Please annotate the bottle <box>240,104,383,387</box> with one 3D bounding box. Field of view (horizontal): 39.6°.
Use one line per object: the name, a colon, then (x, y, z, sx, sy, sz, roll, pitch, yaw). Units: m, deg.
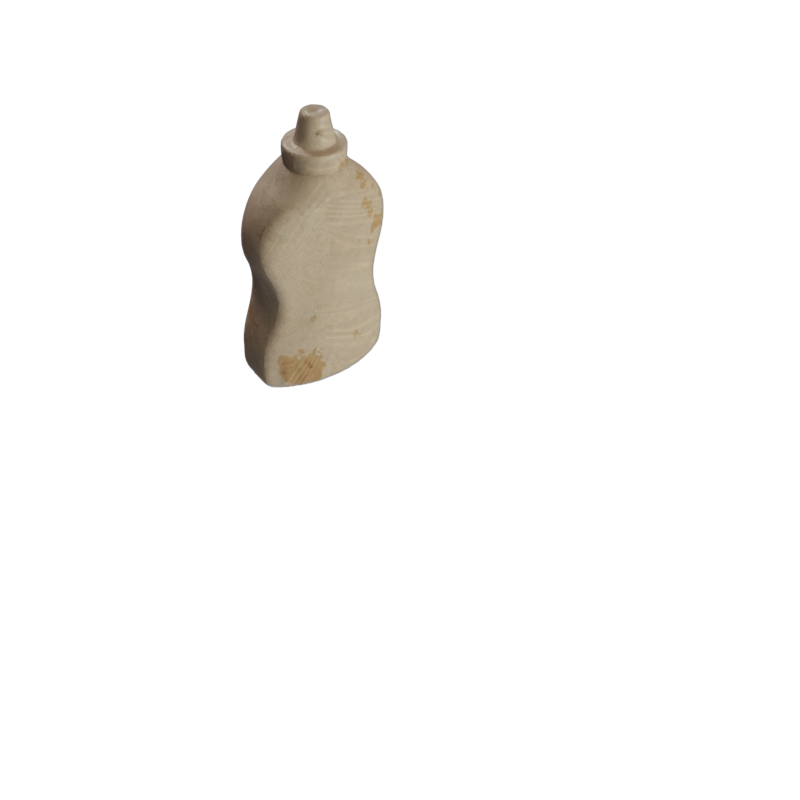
bottle: (-0.056, -0.102, 0.714, 0.095, 0.179, 0.063, -20, 43, -27)
